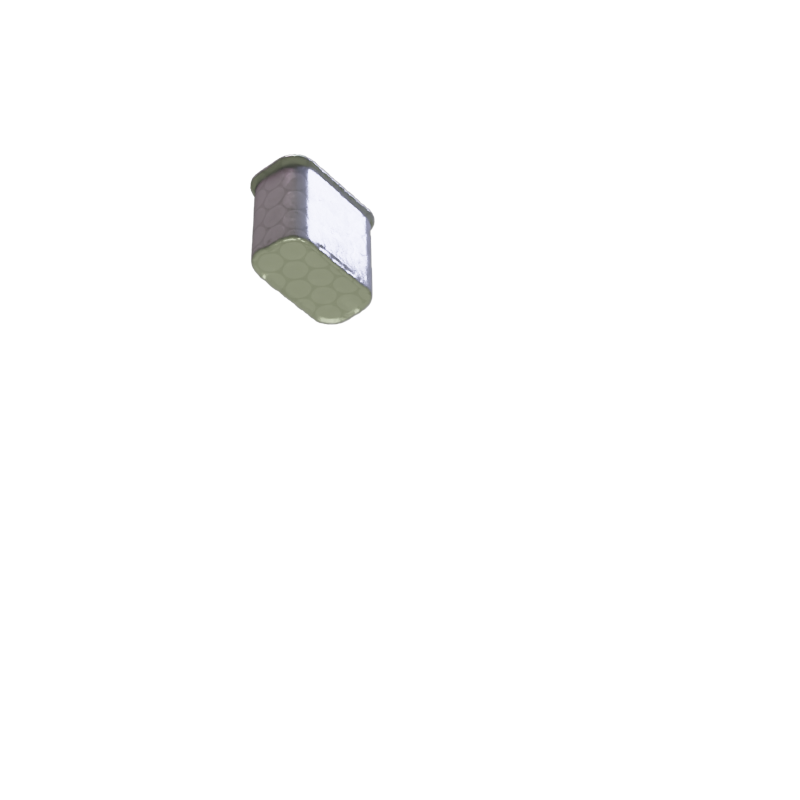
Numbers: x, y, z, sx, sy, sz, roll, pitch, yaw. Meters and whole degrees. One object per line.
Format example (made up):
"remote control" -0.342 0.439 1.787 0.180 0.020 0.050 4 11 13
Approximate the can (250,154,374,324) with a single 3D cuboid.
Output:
"can" -0.064 -0.116 0.815 0.057 0.090 0.095 -30 -48 28
